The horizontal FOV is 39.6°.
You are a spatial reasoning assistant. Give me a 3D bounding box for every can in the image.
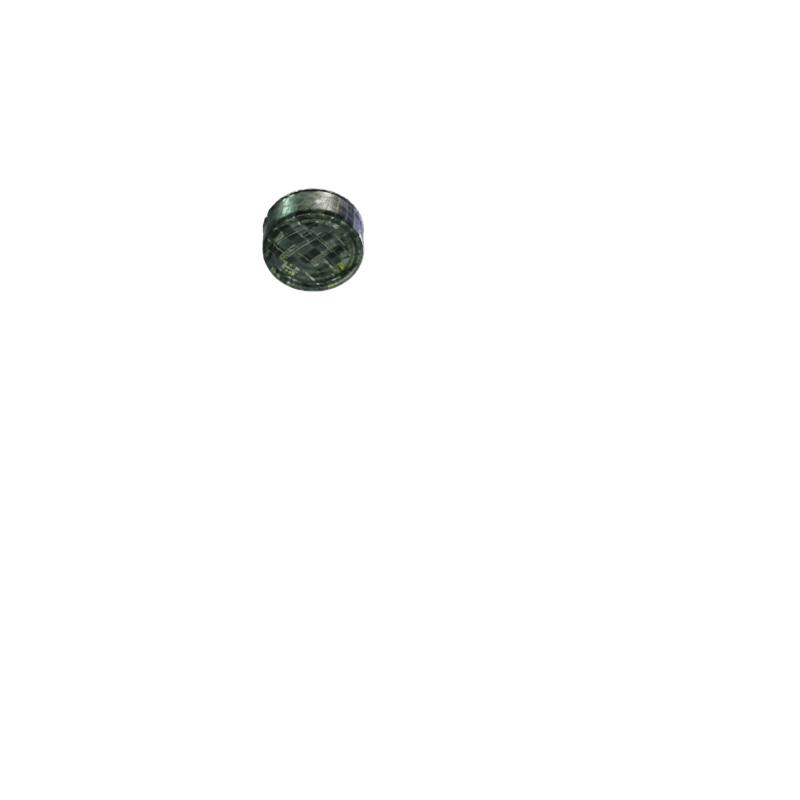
[{"bbox_3d":[-0.072,-0.132,0.925,0.086,0.080,0.036,1,40,-1],"label":"can"}]
